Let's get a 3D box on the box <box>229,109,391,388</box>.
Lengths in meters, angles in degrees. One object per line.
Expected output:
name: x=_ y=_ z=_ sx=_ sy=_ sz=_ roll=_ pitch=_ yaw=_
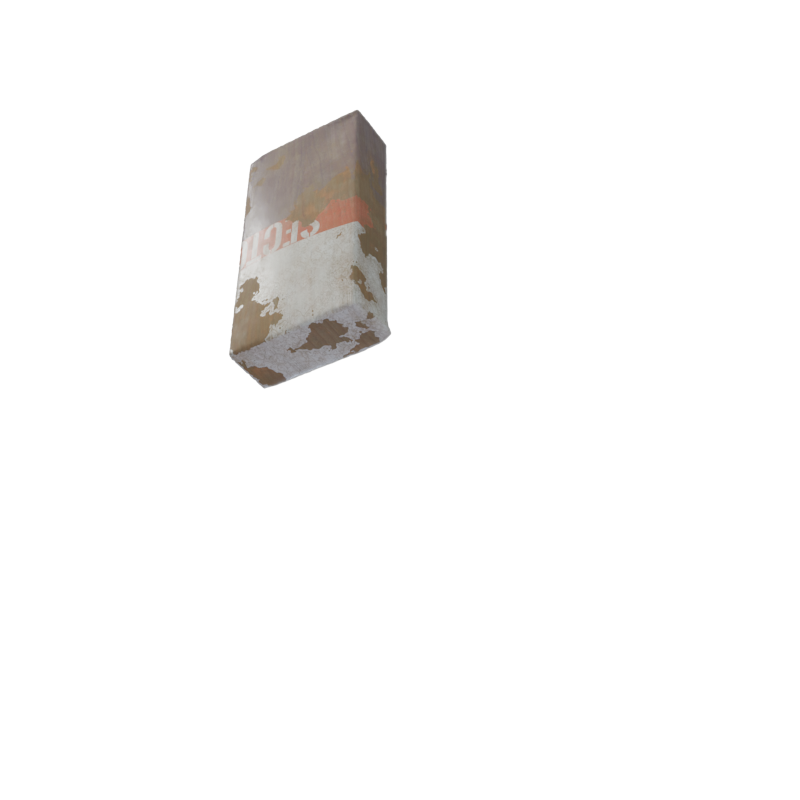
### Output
box: x=-0.056 y=-0.101 z=0.709 sx=0.094 sy=0.189 sz=0.044 roll=-22 pitch=-43 yaw=22
